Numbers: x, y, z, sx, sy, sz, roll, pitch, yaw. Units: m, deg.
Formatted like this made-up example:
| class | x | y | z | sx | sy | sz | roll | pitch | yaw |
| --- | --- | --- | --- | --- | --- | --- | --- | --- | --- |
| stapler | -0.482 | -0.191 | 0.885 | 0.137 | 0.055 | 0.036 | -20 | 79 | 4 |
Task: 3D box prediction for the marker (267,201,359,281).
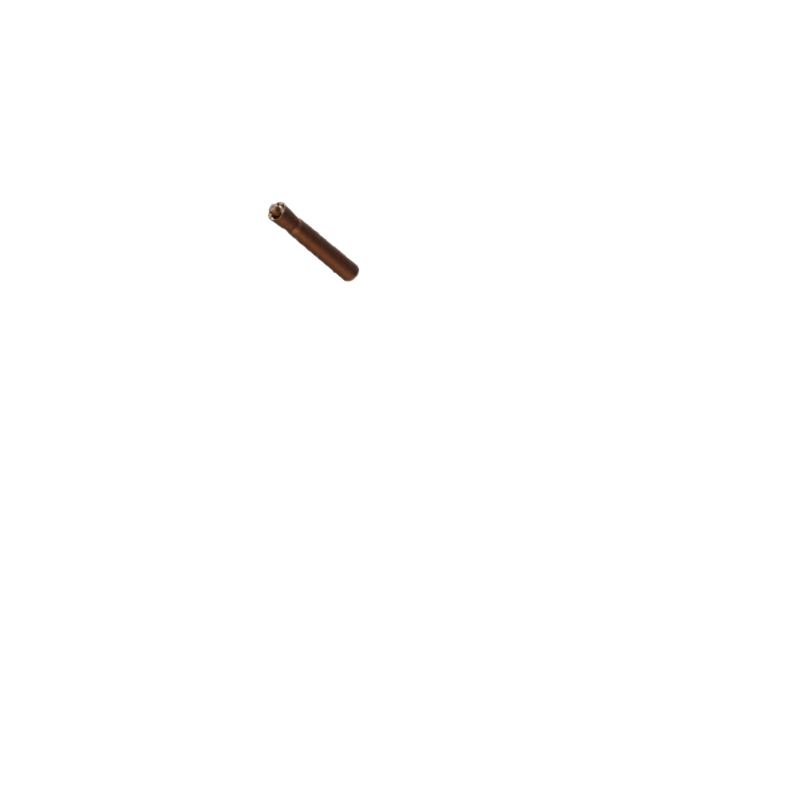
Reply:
| class | x | y | z | sx | sy | sz | roll | pitch | yaw |
| --- | --- | --- | --- | --- | --- | --- | --- | --- | --- |
| marker | -0.077 | -0.141 | 0.990 | 0.021 | 0.020 | 0.112 | 3 | -23 | 40 |
